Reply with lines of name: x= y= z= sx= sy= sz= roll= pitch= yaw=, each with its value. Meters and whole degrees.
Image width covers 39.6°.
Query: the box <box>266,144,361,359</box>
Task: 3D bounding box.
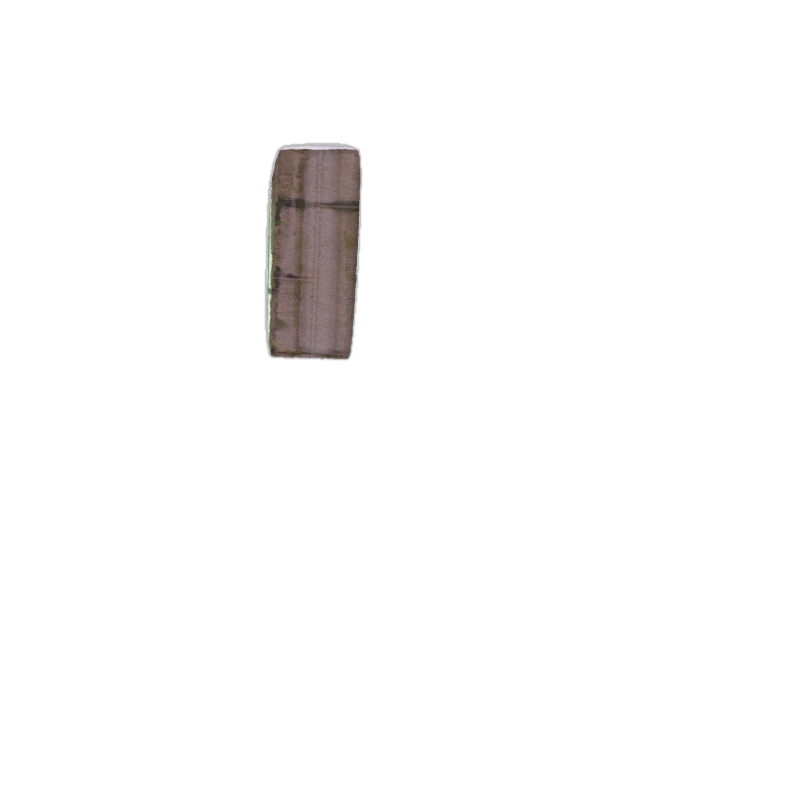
box: x=-0.074 y=-0.135 z=0.948 sx=0.071 sy=0.161 sz=0.219 roll=2 pitch=11 yaw=-4
